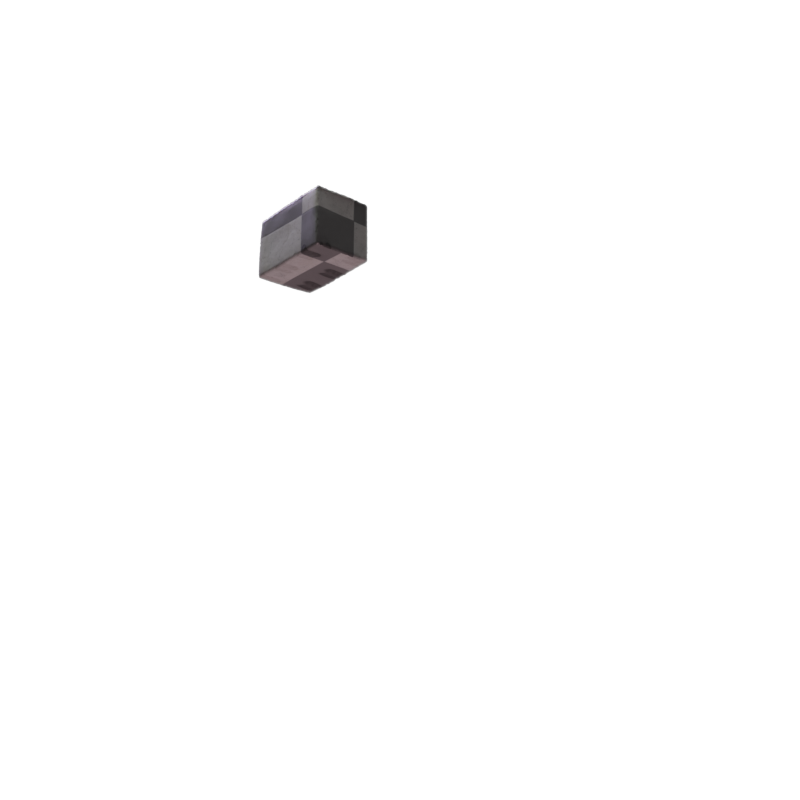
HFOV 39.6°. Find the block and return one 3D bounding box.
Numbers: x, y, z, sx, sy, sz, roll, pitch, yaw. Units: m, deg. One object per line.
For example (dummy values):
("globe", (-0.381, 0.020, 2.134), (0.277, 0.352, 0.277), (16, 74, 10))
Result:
("block", (-0.069, -0.126, 0.885), (0.050, 0.054, 0.078), (19, -30, -37))
